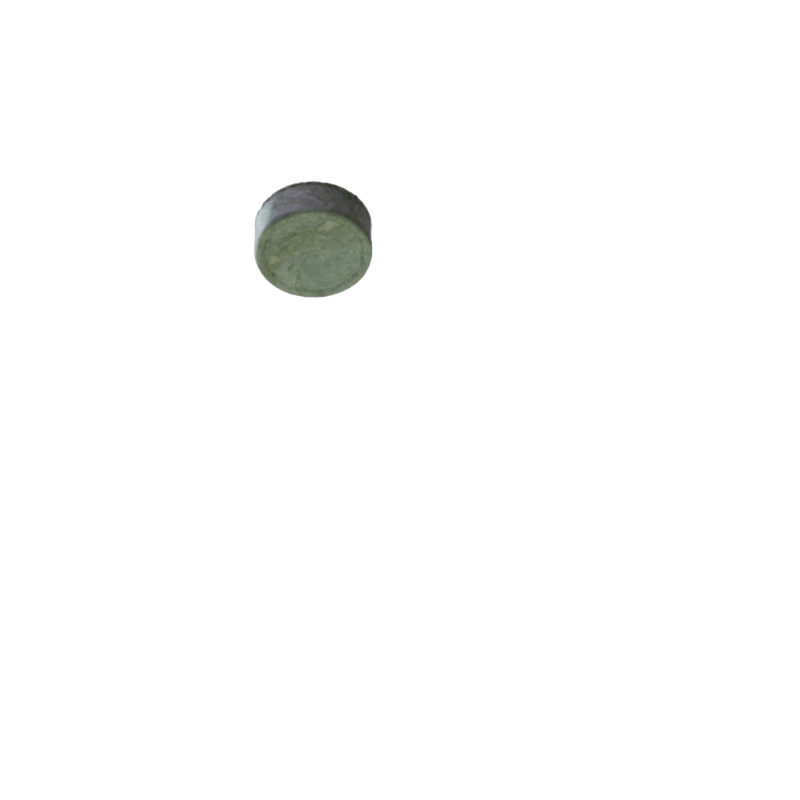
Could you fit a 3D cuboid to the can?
[{"bbox_3d":[-0.063,-0.114,0.799,0.086,0.036,0.080,1,-44,-1],"label":"can"}]
